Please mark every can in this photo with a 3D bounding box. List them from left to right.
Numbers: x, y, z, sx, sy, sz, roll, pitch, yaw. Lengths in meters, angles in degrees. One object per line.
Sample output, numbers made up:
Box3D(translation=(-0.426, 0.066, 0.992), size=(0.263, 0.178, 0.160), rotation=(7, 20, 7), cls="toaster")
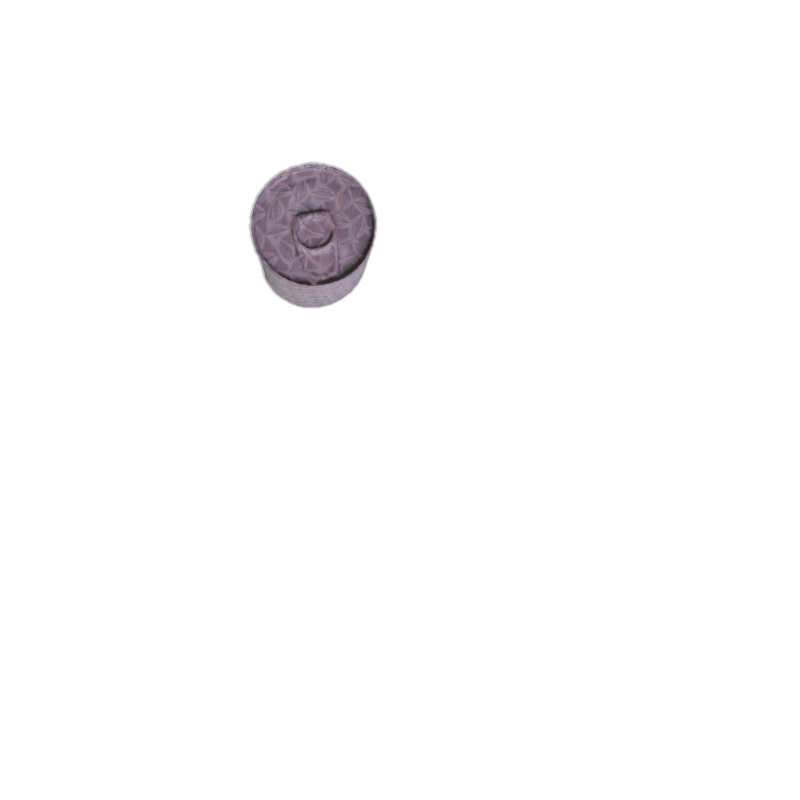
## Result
Box3D(translation=(-0.051, -0.092, 0.646), size=(0.068, 0.070, 0.101), rotation=(0, -5, -3), cls="can")
